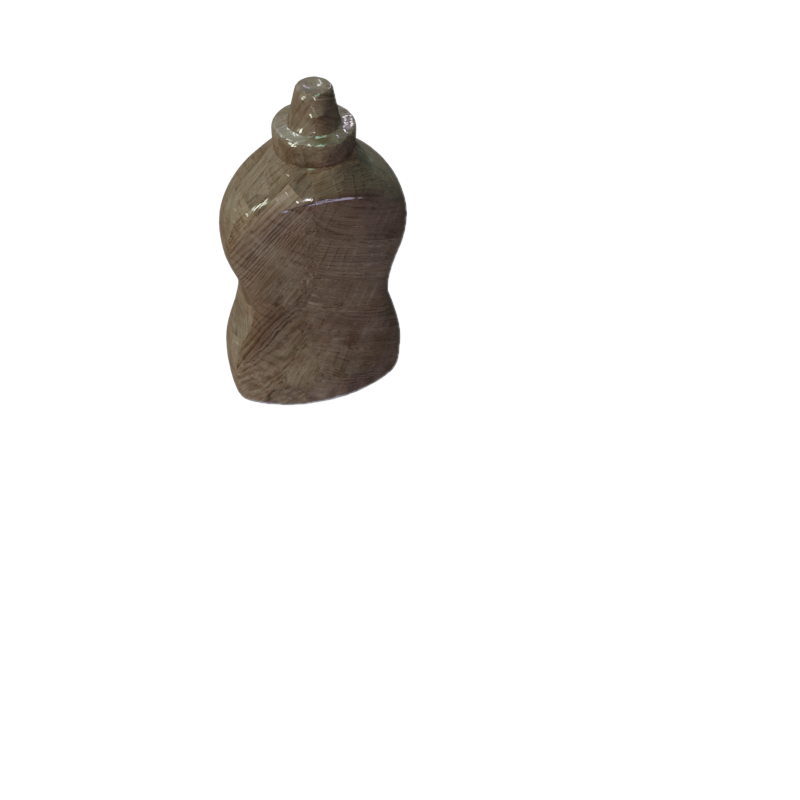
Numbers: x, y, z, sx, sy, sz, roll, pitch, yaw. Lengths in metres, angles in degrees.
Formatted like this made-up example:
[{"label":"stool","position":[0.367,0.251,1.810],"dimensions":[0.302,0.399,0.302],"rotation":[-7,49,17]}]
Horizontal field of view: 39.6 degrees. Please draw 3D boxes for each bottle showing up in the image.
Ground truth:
[{"label":"bottle","position":[-0.045,-0.082,0.577],"dimensions":[0.095,0.179,0.063],"rotation":[-9,45,-12]}]
